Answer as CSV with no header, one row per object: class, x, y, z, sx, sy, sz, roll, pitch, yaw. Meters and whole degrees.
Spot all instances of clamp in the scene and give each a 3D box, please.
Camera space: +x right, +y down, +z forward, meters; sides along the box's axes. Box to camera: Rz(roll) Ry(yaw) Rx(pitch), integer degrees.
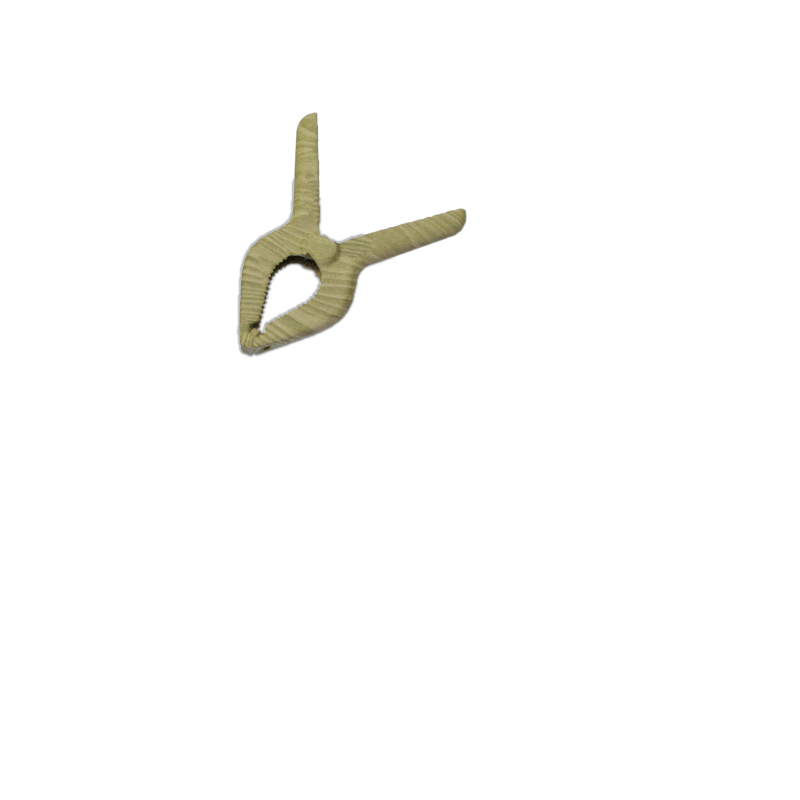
clamp,-0.071,-0.130,0.908,0.170,0.212,0.035,40,-16,13
